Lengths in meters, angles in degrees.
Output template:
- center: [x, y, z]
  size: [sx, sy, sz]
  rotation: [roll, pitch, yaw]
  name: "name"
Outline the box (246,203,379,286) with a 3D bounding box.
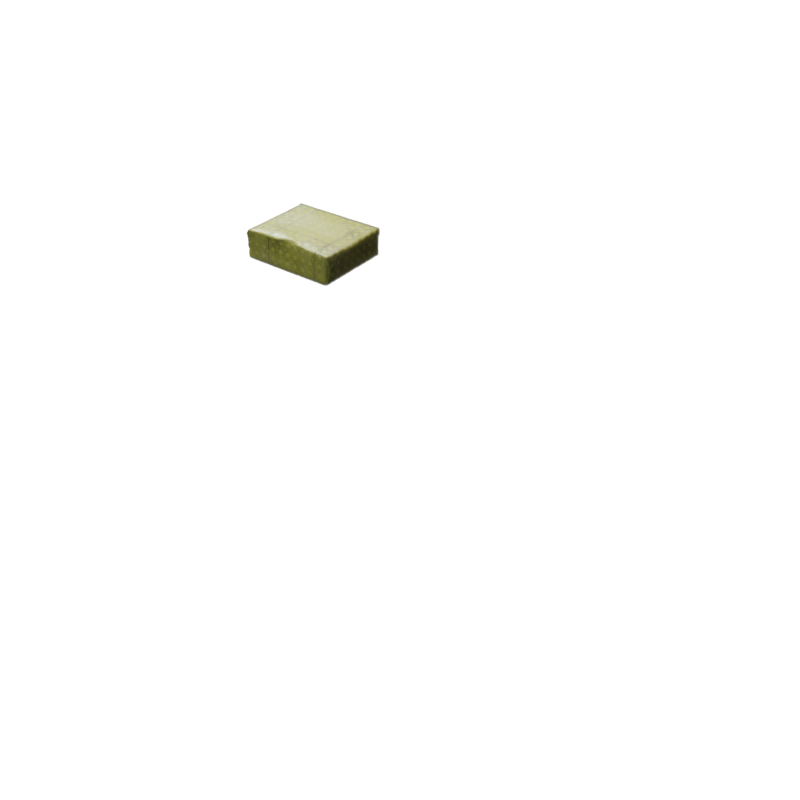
- center: [-0.074, -0.135, 0.947]
  size: [0.094, 0.028, 0.073]
  rotation: [22, 38, 31]
  name: "box"
